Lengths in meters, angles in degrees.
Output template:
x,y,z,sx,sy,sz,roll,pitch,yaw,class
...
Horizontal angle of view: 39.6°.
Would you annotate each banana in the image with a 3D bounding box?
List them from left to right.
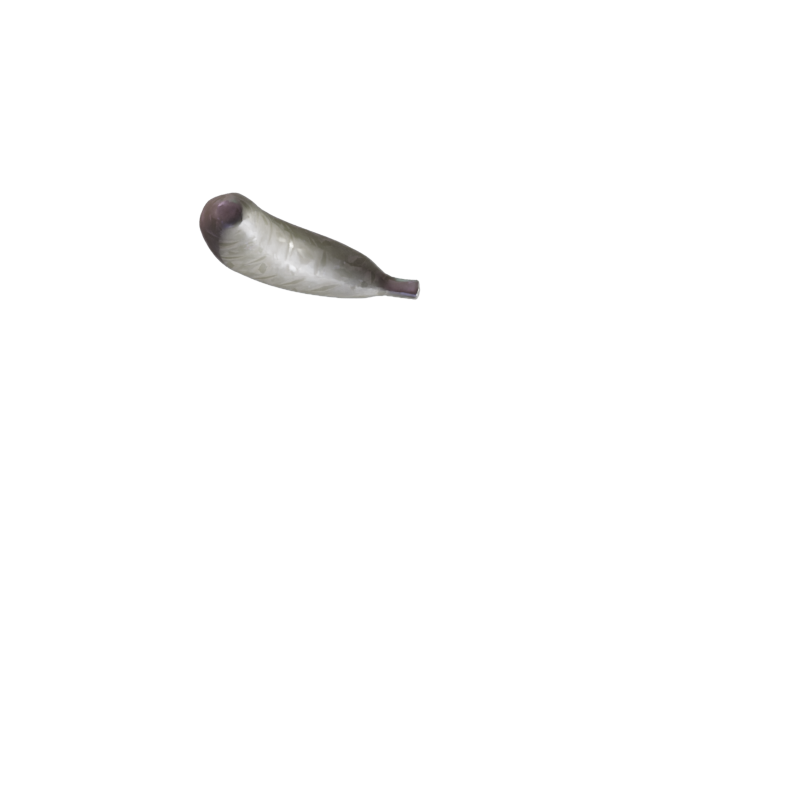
x,y,z,sx,sy,sz,roll,pitch,yaw,class
-0.063,-0.087,0.628,0.071,0.038,0.188,-5,-8,30,banana
